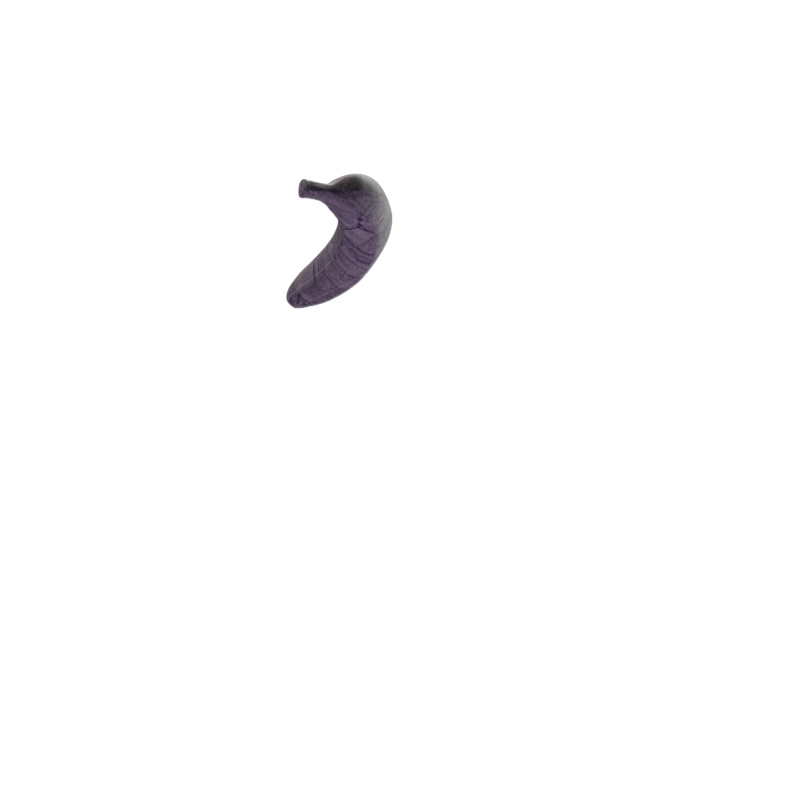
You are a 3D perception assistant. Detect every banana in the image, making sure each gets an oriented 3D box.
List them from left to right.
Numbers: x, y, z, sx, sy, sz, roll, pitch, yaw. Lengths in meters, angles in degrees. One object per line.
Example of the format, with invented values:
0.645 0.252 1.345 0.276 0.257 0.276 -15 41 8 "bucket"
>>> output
-0.043 -0.114 0.792 0.069 0.039 0.189 2 -20 -7 "banana"
